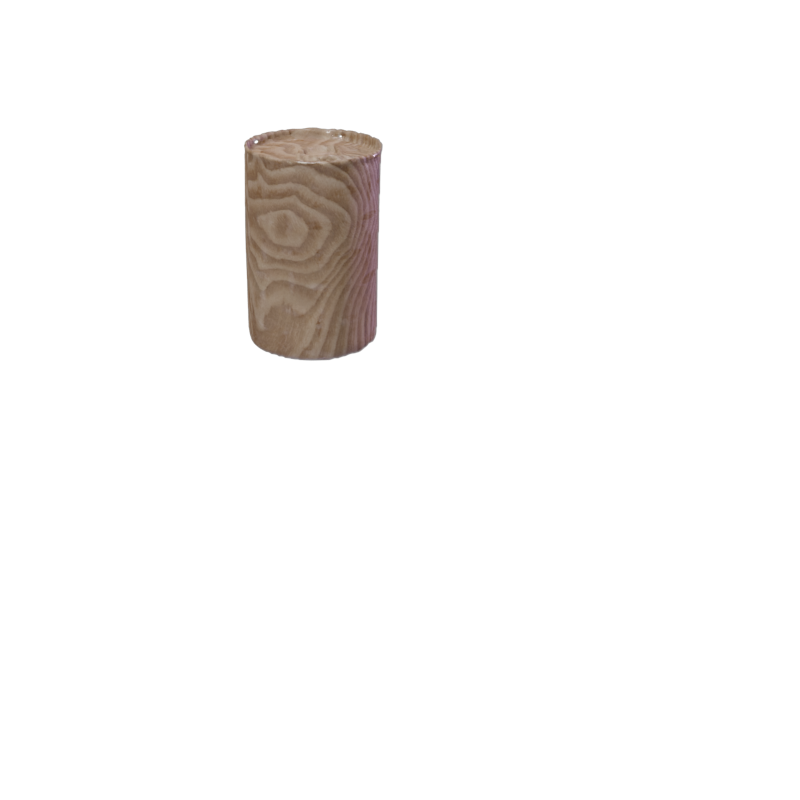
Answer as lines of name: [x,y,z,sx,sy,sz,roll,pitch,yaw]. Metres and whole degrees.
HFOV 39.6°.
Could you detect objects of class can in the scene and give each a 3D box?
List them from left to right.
can: [-0.044,-0.079,0.557,0.068,0.098,0.072,0,22,-2]
